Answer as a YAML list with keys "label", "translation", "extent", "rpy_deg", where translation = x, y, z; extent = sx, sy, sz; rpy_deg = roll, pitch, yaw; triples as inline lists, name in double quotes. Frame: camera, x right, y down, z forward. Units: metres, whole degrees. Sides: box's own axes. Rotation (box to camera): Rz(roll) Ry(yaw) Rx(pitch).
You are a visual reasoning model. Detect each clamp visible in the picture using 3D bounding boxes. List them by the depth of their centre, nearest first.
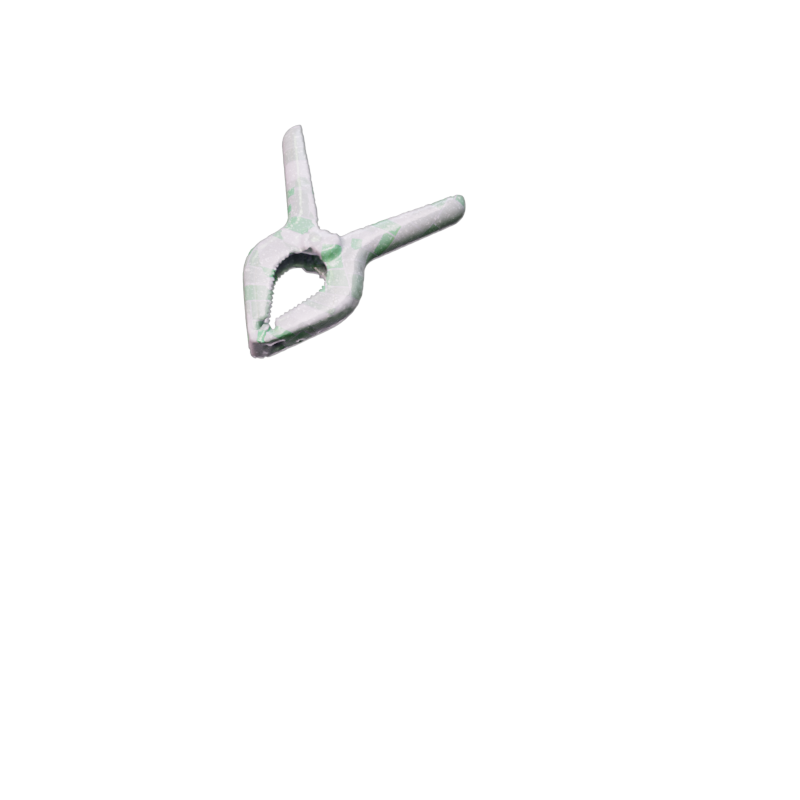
- label: "clamp"
  translation: [-0.068, -0.125, 0.875]
  extent: [0.171, 0.215, 0.034]
  rpy_deg: [30, -28, 17]
